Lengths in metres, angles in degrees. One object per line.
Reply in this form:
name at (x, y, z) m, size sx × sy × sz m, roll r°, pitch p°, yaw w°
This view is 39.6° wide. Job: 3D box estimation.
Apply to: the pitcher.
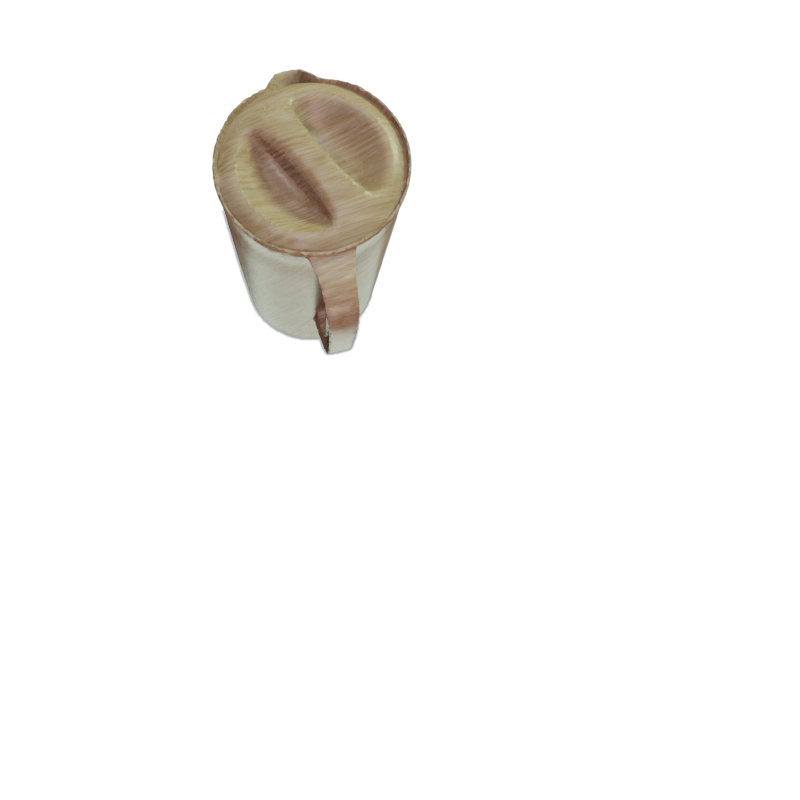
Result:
pitcher at (-0.066, -0.120, 0.839) m, size 0.148 × 0.152 × 0.233 m, roll 30°, pitch -16°, yaw 6°
